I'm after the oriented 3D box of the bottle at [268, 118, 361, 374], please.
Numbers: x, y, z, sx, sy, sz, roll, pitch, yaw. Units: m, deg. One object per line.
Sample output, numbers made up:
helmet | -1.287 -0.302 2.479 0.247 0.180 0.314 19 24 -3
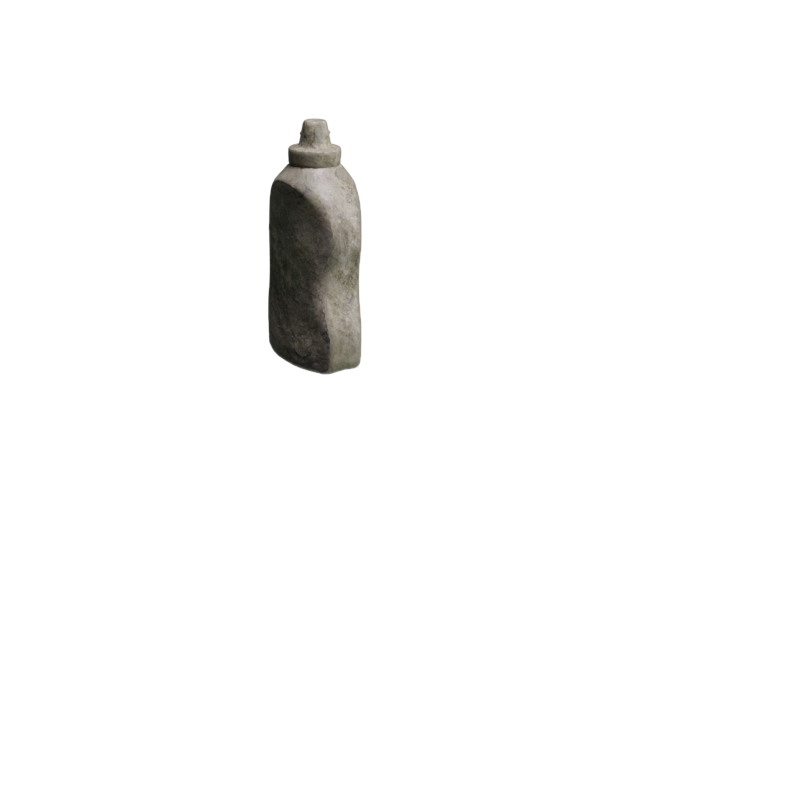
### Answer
bottle | -0.068 -0.124 0.868 0.057 0.184 0.102 -9 20 -31
